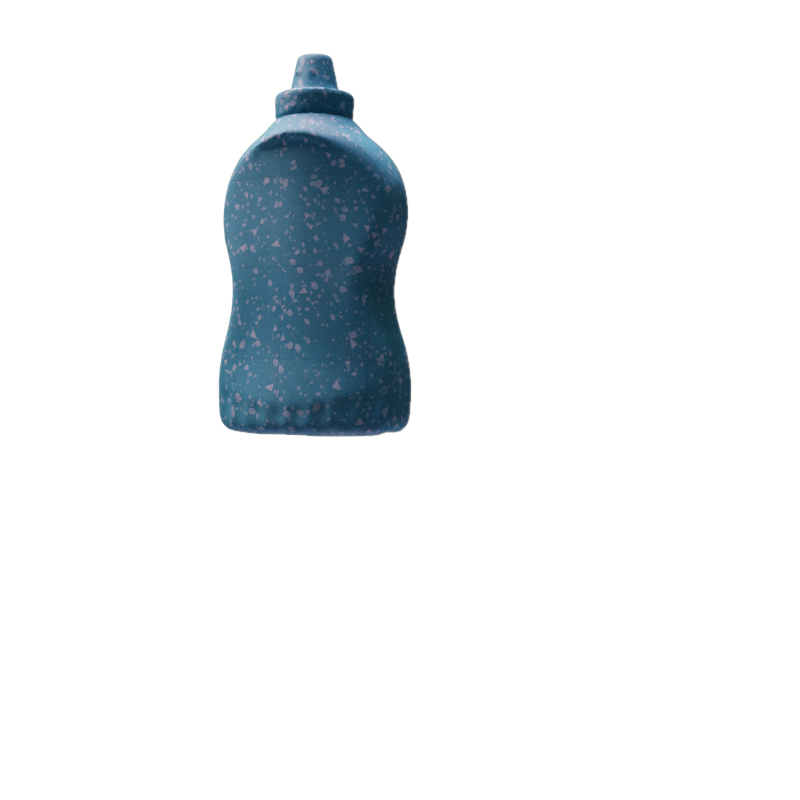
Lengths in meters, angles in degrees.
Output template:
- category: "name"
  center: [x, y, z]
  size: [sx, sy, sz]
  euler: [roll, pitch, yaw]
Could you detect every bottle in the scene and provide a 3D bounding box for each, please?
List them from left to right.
- category: "bottle"
  center: [-0.044, -0.080, 0.563]
  size: [0.099, 0.194, 0.056]
  euler: [-2, -5, 27]
